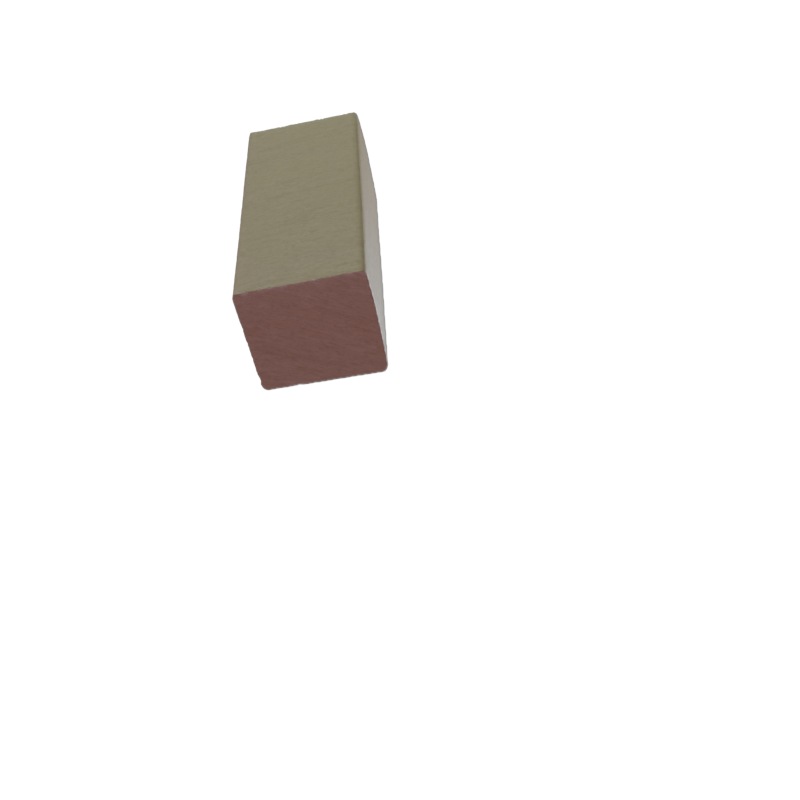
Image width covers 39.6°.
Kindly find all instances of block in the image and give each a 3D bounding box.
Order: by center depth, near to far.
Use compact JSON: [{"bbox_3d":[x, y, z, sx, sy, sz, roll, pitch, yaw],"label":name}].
[{"bbox_3d":[-0.063,-0.116,0.814,0.091,0.083,0.221,-10,41,5],"label":"block"}]
